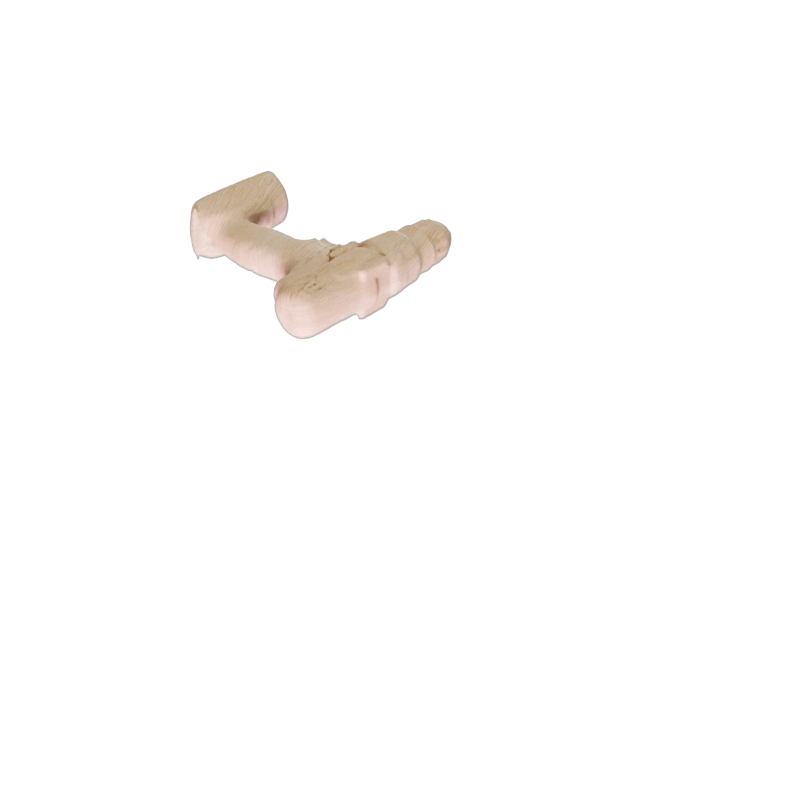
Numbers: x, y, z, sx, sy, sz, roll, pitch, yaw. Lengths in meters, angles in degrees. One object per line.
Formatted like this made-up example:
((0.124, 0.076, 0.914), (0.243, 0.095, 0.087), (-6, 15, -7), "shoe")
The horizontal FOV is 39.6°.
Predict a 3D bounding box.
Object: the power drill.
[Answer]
((-0.074, -0.136, 0.950), (0.200, 0.054, 0.184), (30, 44, 35), "power drill")
